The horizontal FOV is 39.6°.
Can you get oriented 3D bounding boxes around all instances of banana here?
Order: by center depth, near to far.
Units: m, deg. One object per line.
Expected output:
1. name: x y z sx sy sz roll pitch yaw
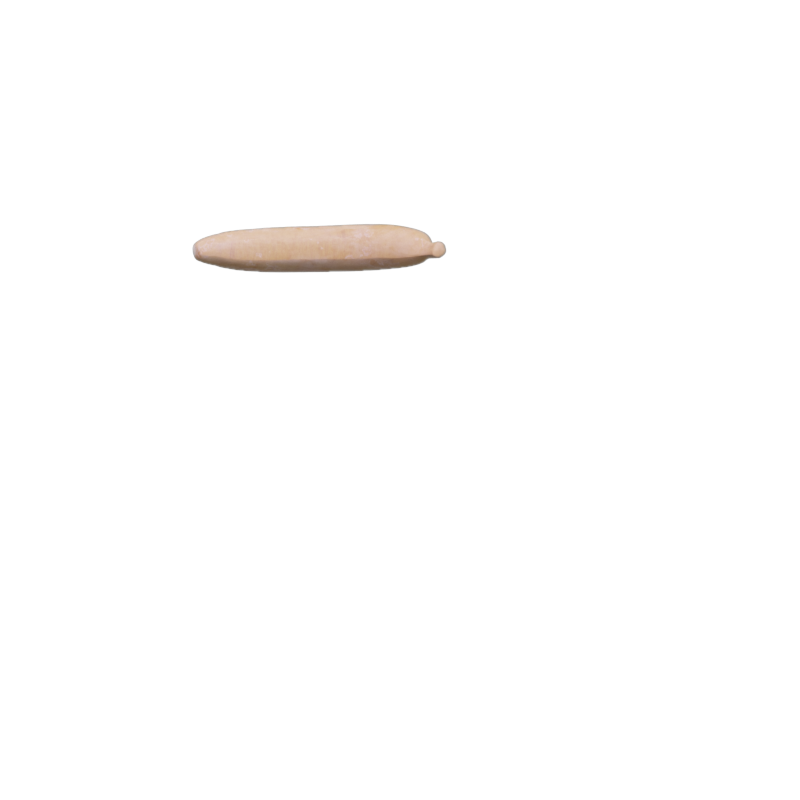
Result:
1. banana: -0.061 -0.121 0.873 0.200 0.037 0.067 -1 -5 11
